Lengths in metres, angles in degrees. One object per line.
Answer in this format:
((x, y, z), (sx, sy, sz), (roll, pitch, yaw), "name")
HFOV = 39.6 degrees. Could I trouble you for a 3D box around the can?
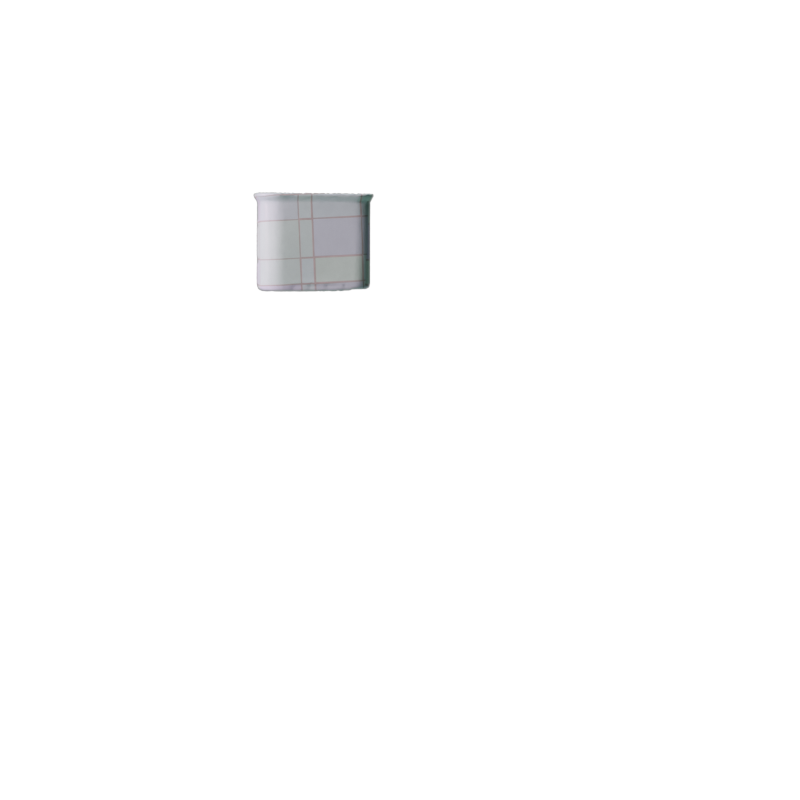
((-0.075, -0.137, 0.960), (0.100, 0.083, 0.059), (-1, 3, -12), "can")
